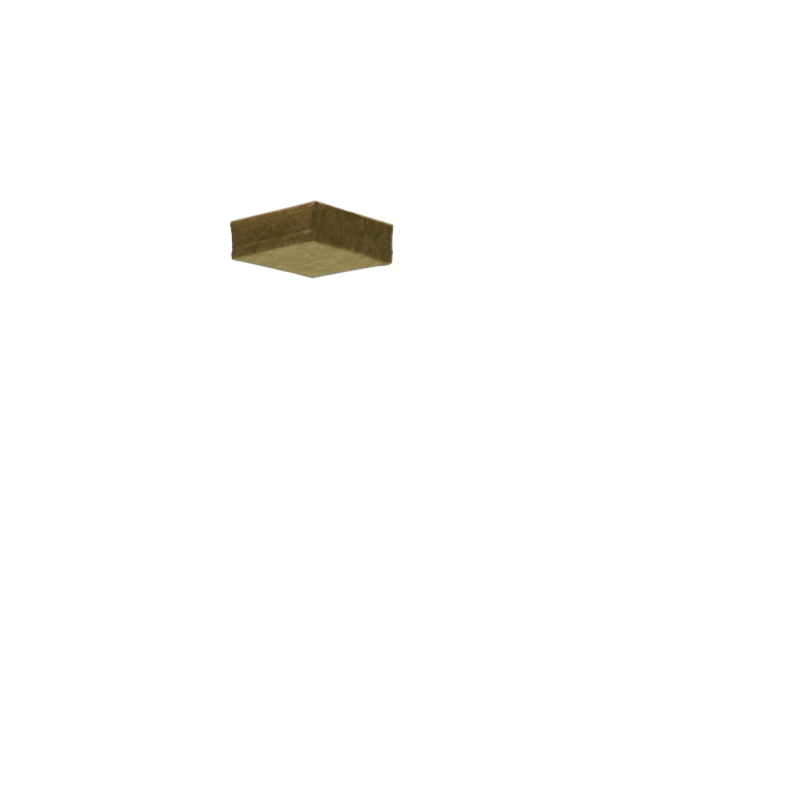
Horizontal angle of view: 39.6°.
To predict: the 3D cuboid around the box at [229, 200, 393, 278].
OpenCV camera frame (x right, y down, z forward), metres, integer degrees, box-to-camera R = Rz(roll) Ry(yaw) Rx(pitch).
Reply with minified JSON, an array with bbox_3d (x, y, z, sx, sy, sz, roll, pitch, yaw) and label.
[{"bbox_3d":[-0.072,-0.132,0.922,0.092,0.040,0.107,-6,-9,35],"label":"box"}]
